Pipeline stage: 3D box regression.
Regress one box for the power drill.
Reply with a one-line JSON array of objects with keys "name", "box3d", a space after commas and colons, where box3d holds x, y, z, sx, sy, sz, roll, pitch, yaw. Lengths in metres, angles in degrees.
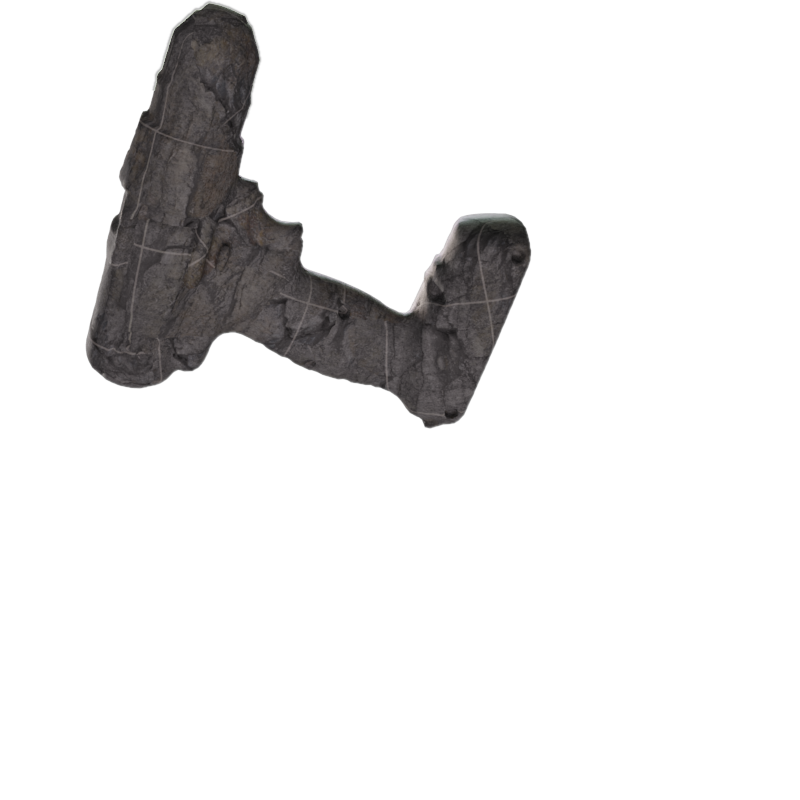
[{"name": "power drill", "box3d": [-0.040, -0.074, 0.516, 0.185, 0.177, 0.060, 17, 24, -8]}]
